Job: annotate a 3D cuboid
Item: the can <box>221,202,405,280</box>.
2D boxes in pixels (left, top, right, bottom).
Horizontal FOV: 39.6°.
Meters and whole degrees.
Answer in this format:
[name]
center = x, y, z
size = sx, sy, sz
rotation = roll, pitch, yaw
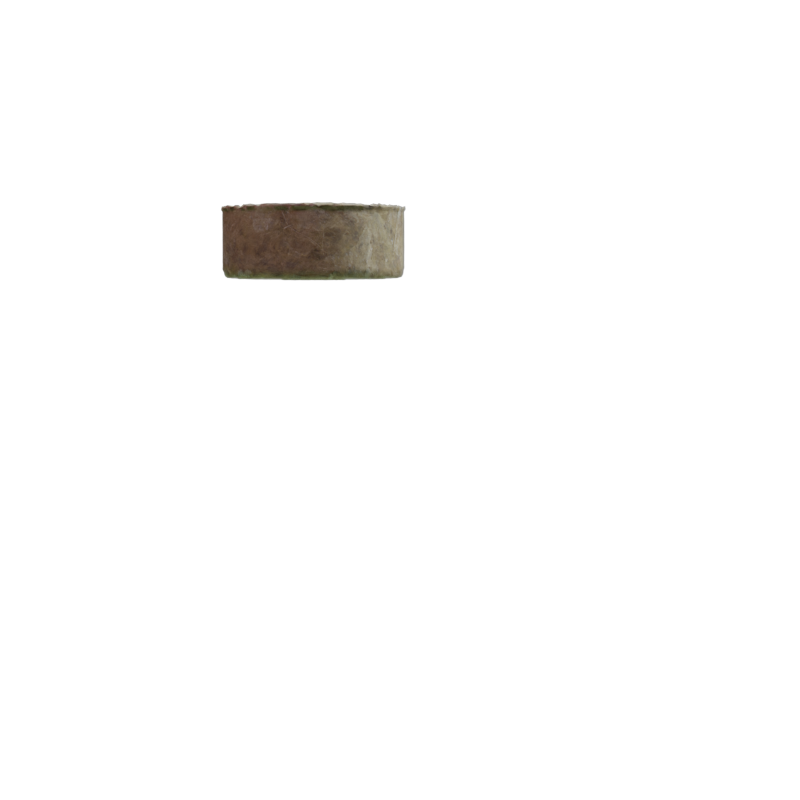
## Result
[can]
center = -0.040, -0.074, 0.516
size = 0.086, 0.033, 0.087
rotation = 0, 7, -2
